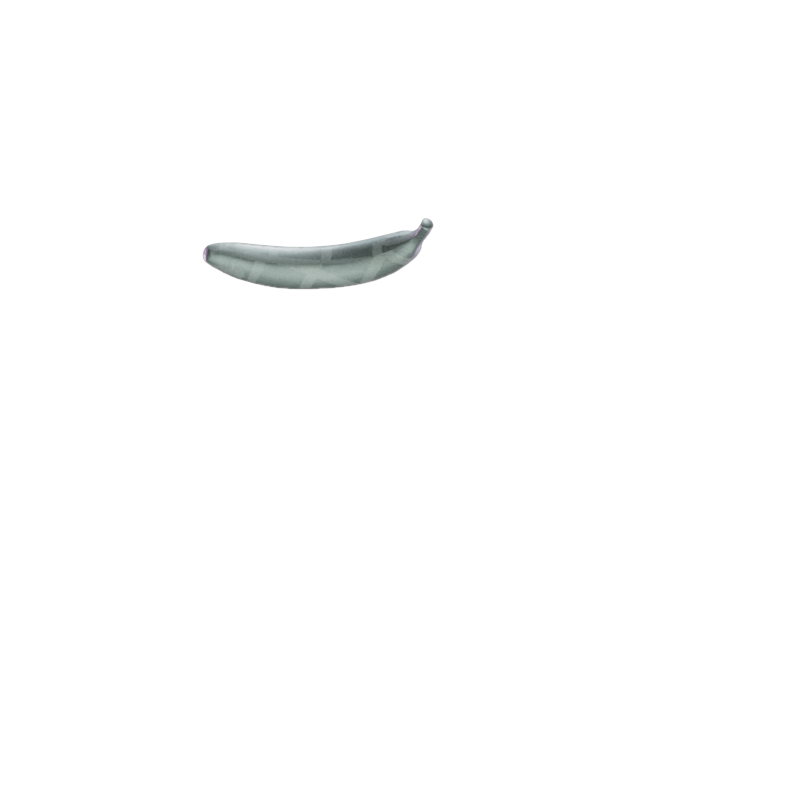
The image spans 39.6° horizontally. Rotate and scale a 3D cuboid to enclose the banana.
[{"bbox_3d":[-0.067,-0.124,0.954,0.199,0.039,0.064,-7,-42,8],"label":"banana"}]
